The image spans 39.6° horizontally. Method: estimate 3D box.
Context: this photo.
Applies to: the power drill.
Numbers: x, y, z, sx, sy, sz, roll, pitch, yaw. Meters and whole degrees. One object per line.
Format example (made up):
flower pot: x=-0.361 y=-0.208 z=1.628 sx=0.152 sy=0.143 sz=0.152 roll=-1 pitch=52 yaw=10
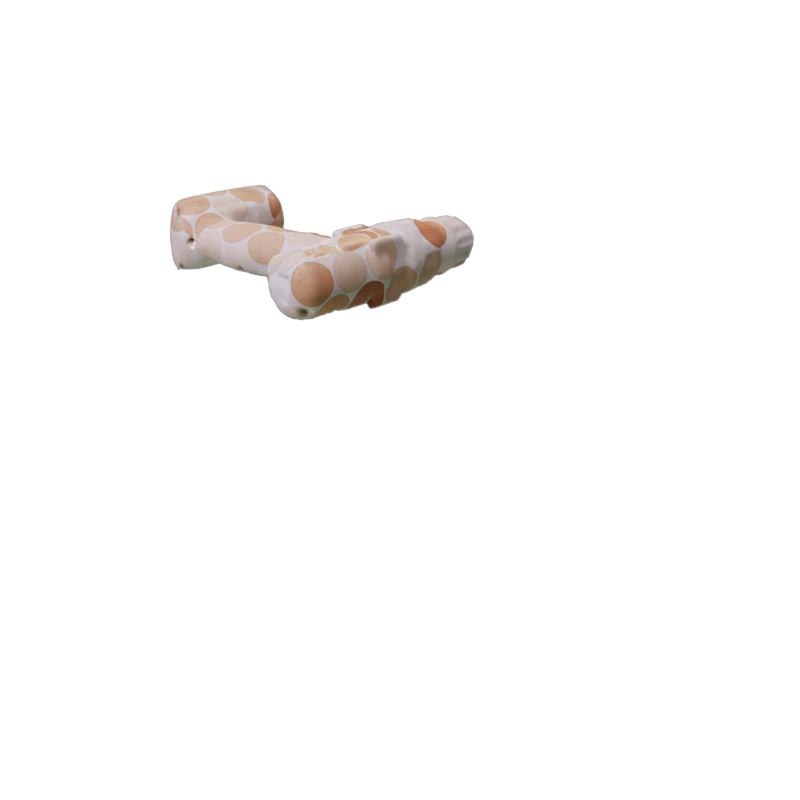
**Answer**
power drill: x=-0.064 y=-0.117 z=0.816 sx=0.198 sy=0.055 sz=0.181 roll=18 pitch=27 yaw=41
